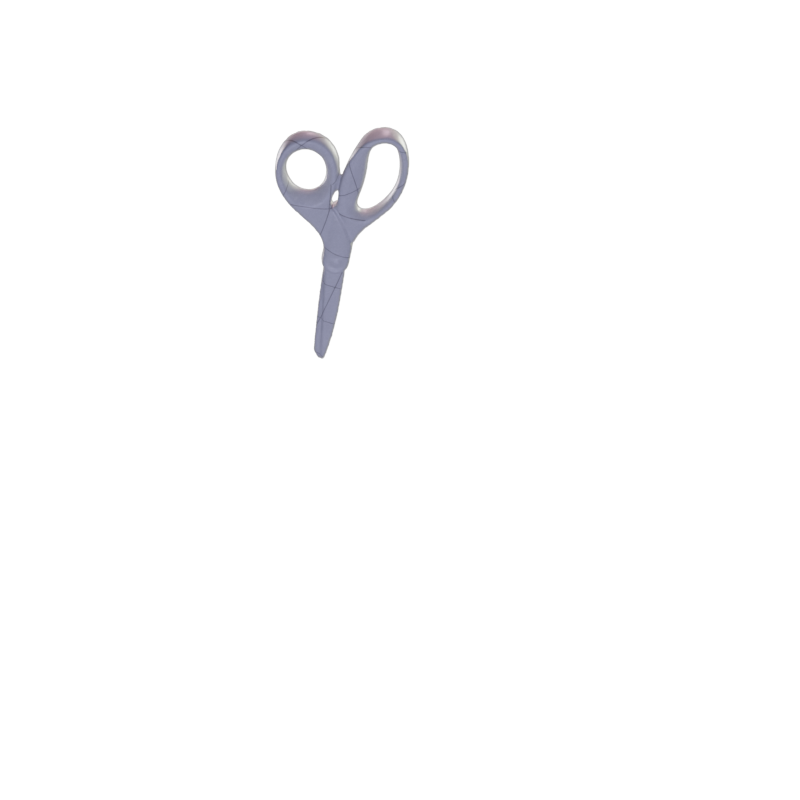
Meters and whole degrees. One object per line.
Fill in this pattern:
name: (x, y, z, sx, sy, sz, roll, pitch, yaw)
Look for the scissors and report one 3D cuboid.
scissors: (-0.060, -0.109, 0.765, 0.093, 0.194, 0.017, 19, 38, -16)
